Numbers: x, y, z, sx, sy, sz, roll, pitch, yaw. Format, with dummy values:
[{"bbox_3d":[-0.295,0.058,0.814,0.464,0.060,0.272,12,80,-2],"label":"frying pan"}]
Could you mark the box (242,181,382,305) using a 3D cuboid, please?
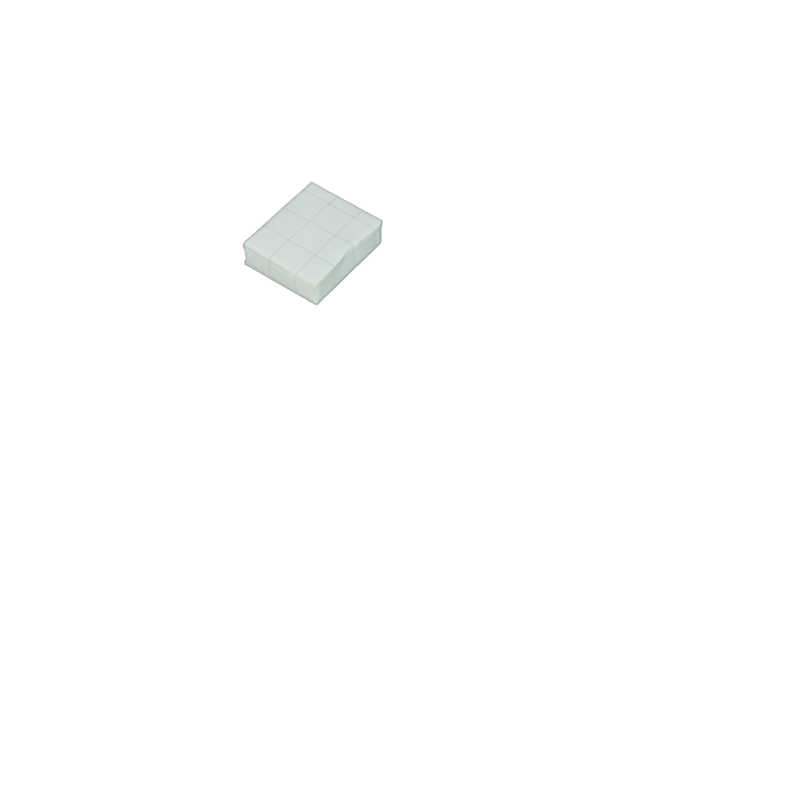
[{"bbox_3d":[-0.068,-0.124,0.872,0.077,0.028,0.091,30,56,22],"label":"box"}]
